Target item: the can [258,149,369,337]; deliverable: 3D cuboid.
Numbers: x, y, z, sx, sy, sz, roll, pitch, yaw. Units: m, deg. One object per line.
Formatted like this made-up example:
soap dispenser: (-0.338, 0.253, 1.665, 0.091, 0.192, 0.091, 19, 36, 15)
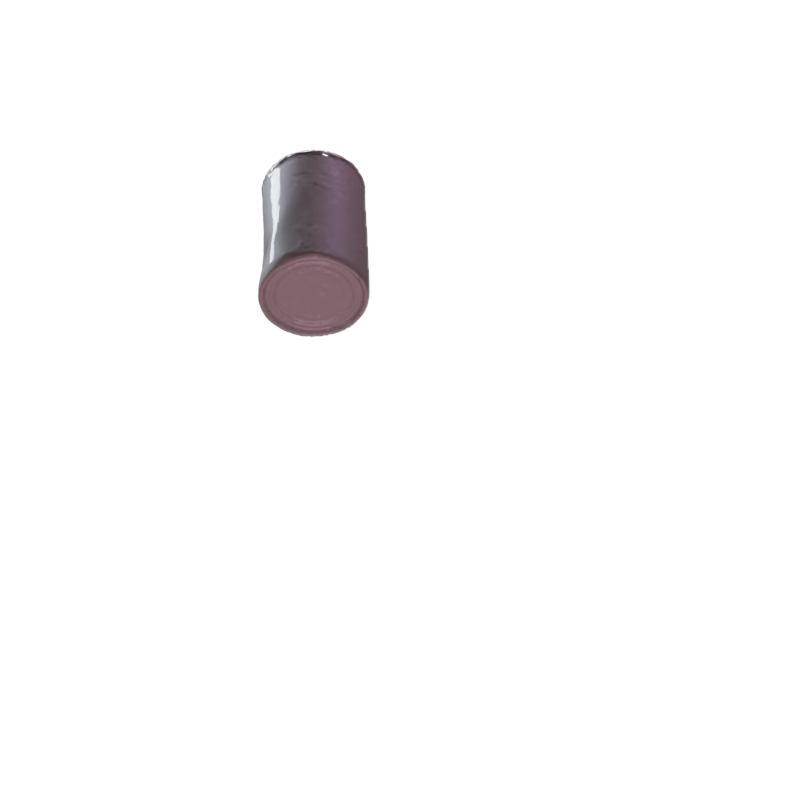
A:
can: (-0.054, -0.098, 0.687, 0.068, 0.110, 0.064, -1, -45, -3)
